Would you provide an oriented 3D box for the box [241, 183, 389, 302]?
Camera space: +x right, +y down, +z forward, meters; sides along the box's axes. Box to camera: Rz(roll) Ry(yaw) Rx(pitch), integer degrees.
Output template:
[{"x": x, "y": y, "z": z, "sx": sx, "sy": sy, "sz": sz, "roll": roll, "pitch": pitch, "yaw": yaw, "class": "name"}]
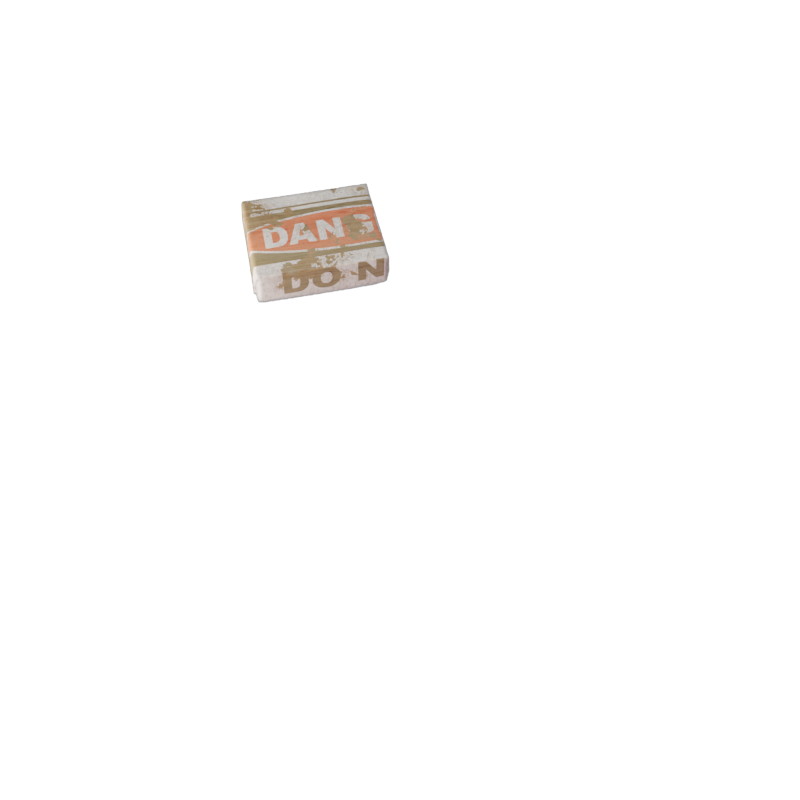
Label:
[{"x": -0.073, "y": -0.133, "z": 0.934, "sx": 0.113, "sy": 0.097, "sz": 0.036, "roll": -9, "pitch": -38, "yaw": -7, "class": "box"}]
